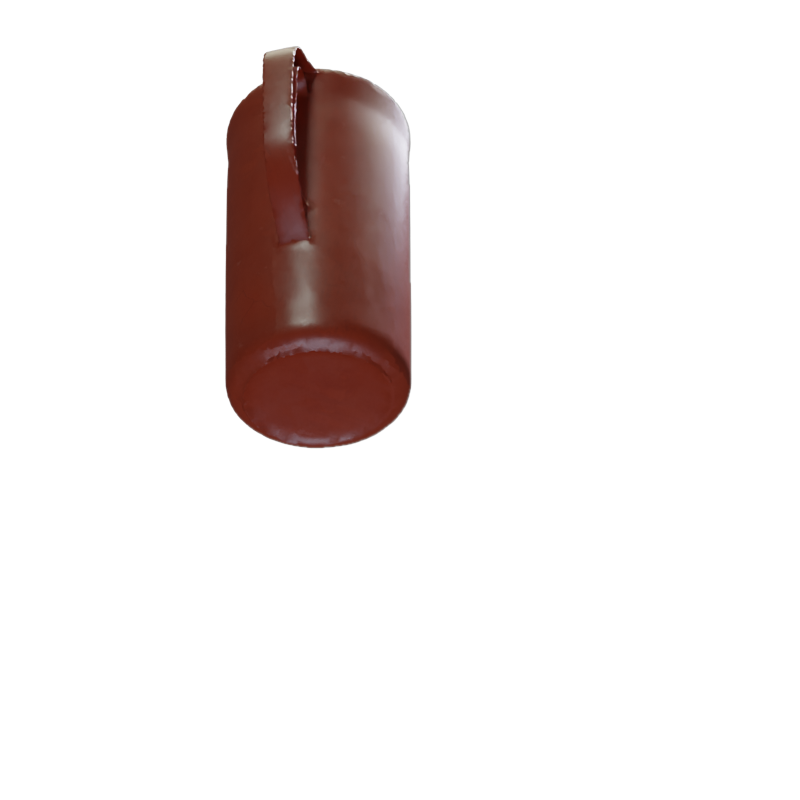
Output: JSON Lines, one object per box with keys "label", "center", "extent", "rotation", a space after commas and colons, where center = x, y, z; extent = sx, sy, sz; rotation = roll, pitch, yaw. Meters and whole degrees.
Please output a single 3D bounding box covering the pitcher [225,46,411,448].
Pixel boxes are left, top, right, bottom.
{"label": "pitcher", "center": [-0.056, -0.102, 0.714], "extent": [0.142, 0.261, 0.141], "rotation": [23, -49, -26]}
